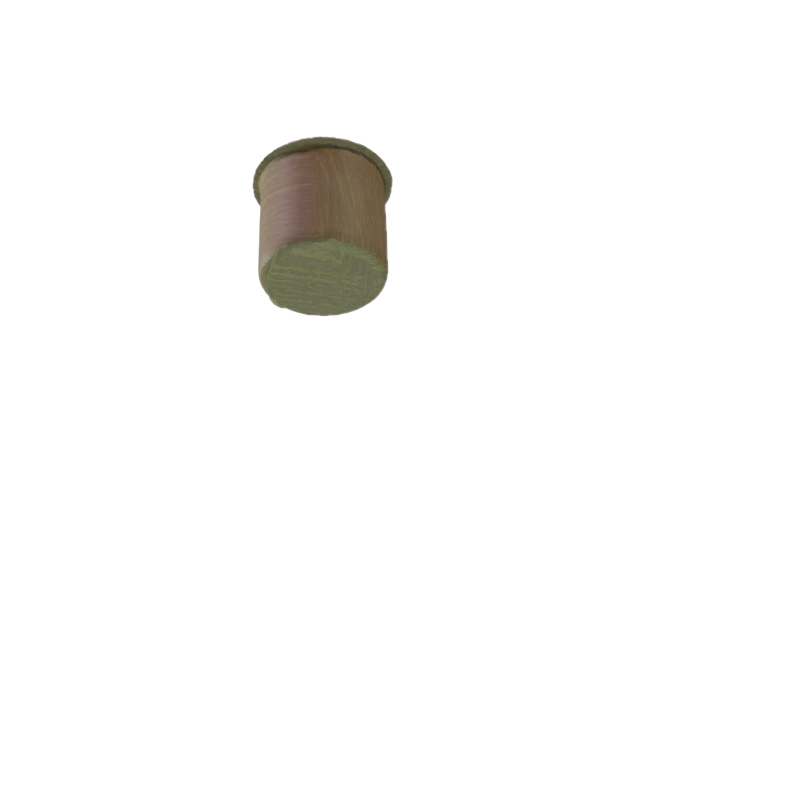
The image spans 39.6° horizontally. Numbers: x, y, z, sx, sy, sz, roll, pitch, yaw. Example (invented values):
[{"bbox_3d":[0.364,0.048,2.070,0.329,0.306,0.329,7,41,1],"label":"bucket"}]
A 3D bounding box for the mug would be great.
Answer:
[{"bbox_3d":[-0.056,-0.103,0.720,0.089,0.087,0.115,20,-40,-28],"label":"mug"}]
